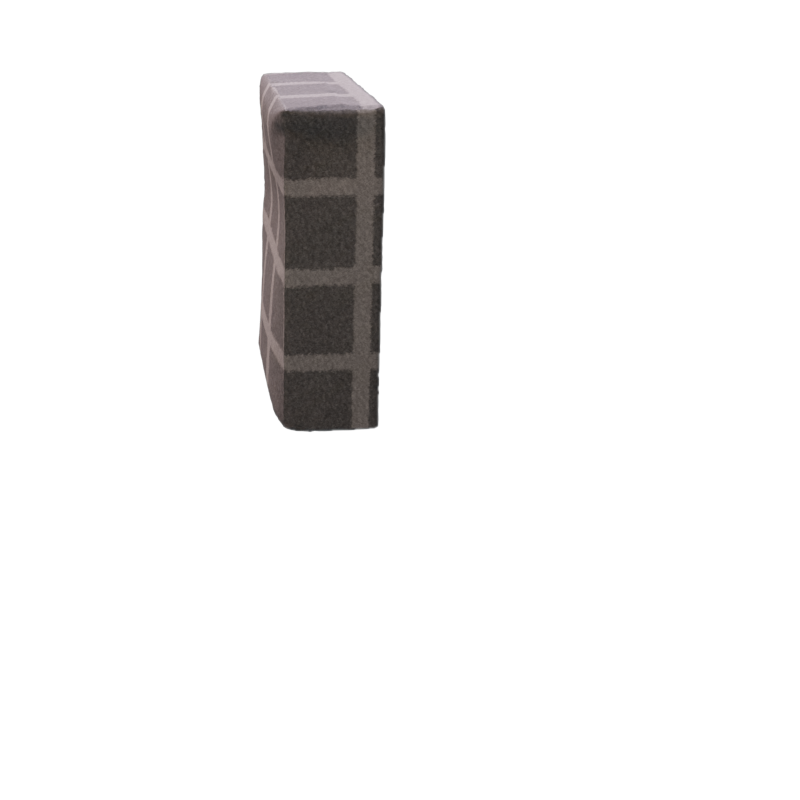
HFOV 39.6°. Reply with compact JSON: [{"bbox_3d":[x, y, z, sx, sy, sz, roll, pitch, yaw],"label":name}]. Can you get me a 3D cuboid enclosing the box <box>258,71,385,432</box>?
[{"bbox_3d":[-0.060,-0.109,0.763,0.071,0.205,0.173,-2,20,-11],"label":"box"}]
